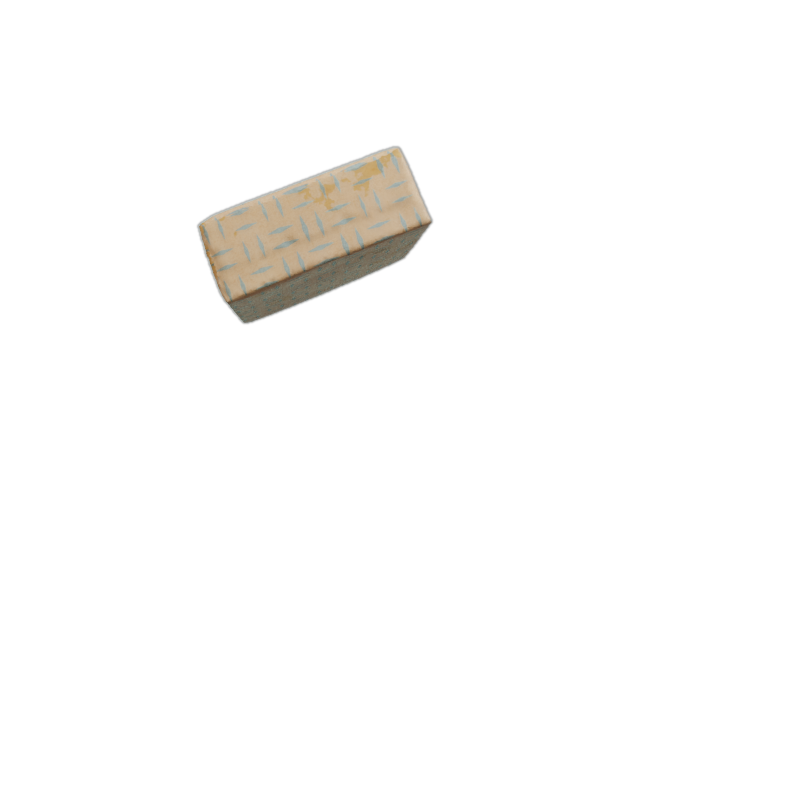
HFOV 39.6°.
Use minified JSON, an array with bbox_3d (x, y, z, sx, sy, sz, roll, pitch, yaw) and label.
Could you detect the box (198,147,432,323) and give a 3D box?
[{"bbox_3d":[-0.071,-0.130,0.909,0.164,0.073,0.212,-22,0,-4],"label":"box"}]
